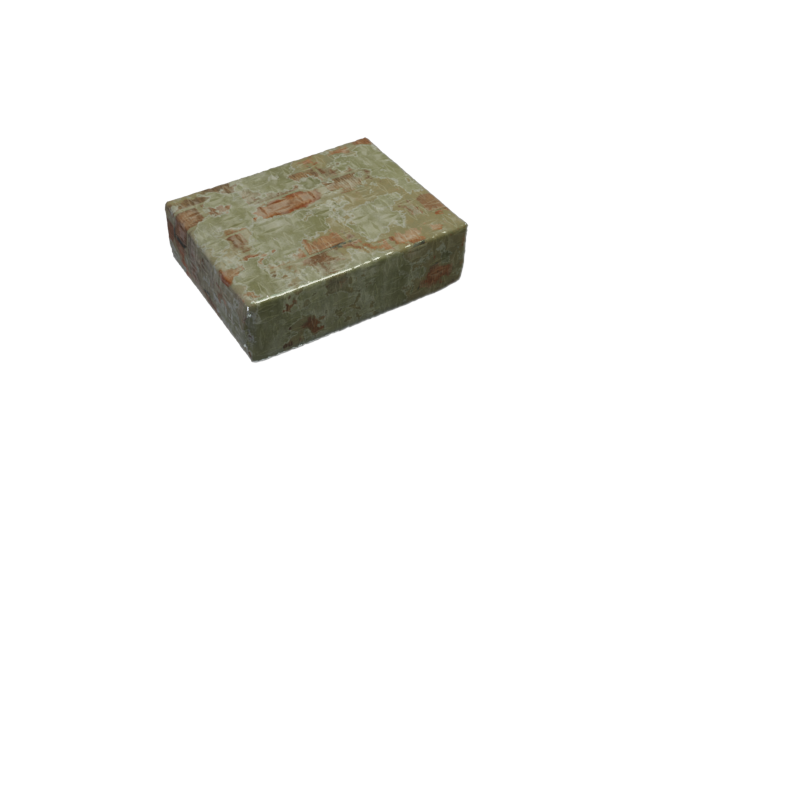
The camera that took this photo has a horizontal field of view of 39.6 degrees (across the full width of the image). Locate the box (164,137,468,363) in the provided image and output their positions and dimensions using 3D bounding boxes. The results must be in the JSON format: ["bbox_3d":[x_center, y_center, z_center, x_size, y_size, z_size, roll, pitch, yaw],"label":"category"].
[{"bbox_3d":[-0.040,-0.073,0.513,0.112,0.036,0.097,-21,46,-23],"label":"box"}]
